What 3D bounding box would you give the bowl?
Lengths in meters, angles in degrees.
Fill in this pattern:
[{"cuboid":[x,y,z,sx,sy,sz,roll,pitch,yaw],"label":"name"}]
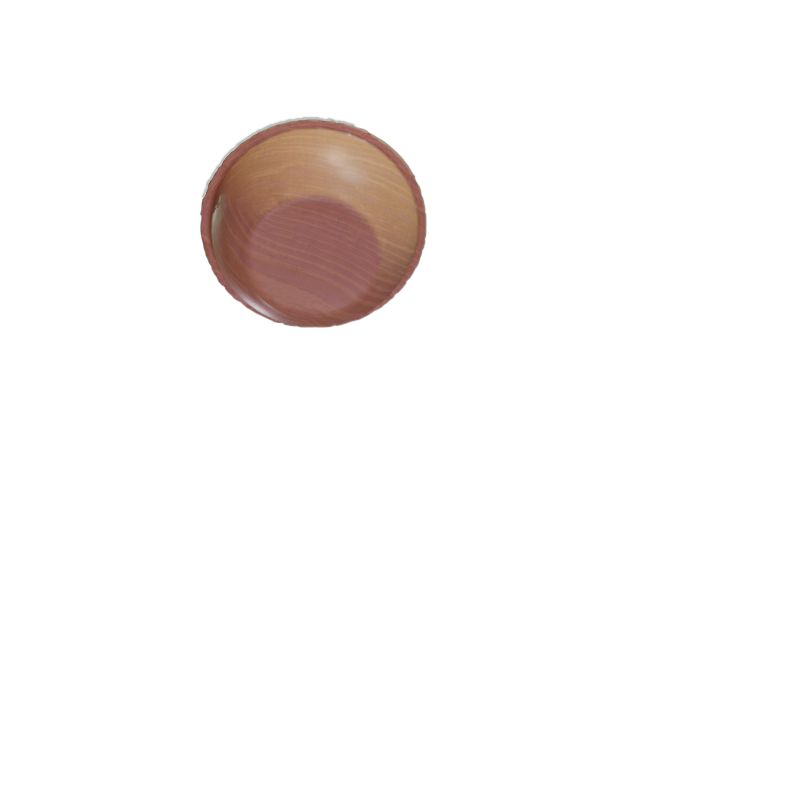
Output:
[{"cuboid":[-0.060,-0.109,0.765,0.162,0.153,0.058,1,26,-1],"label":"bowl"}]
